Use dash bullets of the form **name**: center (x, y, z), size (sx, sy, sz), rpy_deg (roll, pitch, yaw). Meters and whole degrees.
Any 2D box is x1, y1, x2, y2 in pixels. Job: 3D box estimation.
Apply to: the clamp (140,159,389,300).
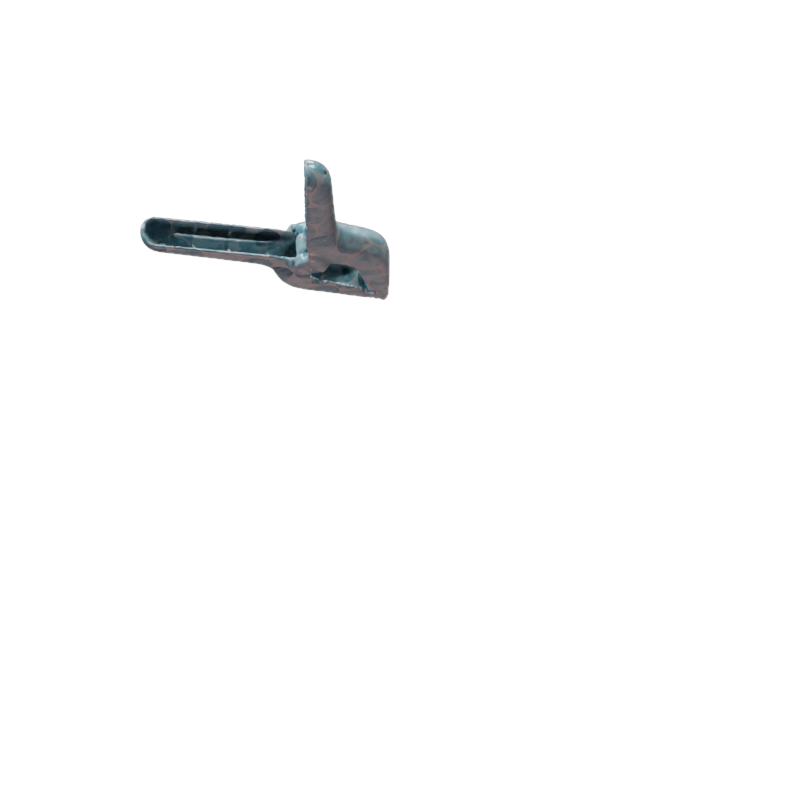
- **clamp**: center (-0.065, -0.119, 0.834), size (0.167, 0.038, 0.197), rpy_deg (-14, -21, 40)
